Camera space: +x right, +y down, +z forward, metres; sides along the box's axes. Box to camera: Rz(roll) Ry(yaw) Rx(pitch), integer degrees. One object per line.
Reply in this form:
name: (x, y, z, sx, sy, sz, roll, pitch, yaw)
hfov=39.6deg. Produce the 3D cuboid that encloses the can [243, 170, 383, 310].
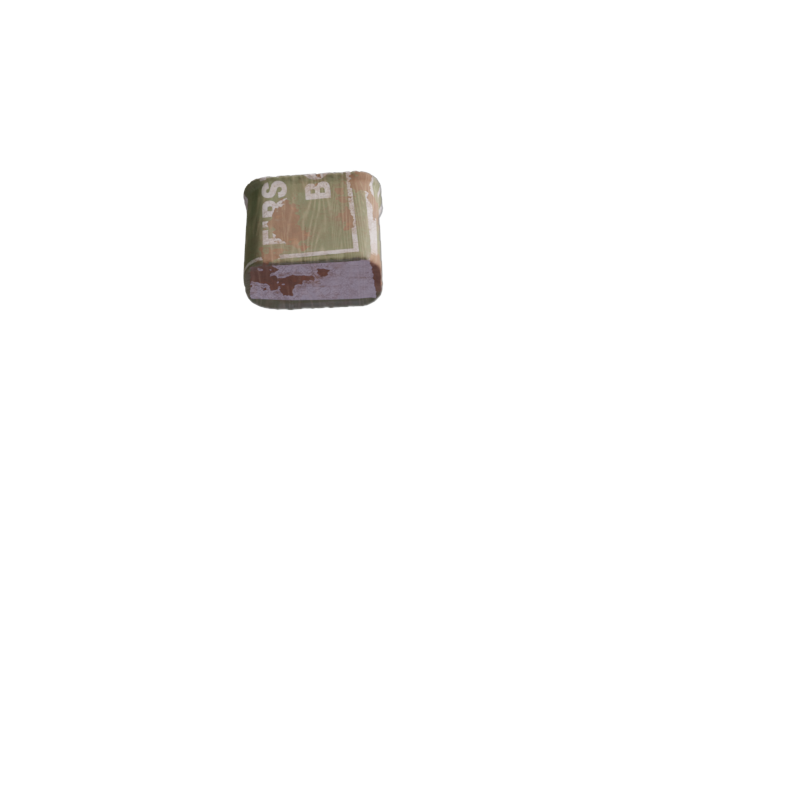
can: (-0.062, -0.113, 0.793, 0.102, 0.090, 0.053, -4, -40, 2)
